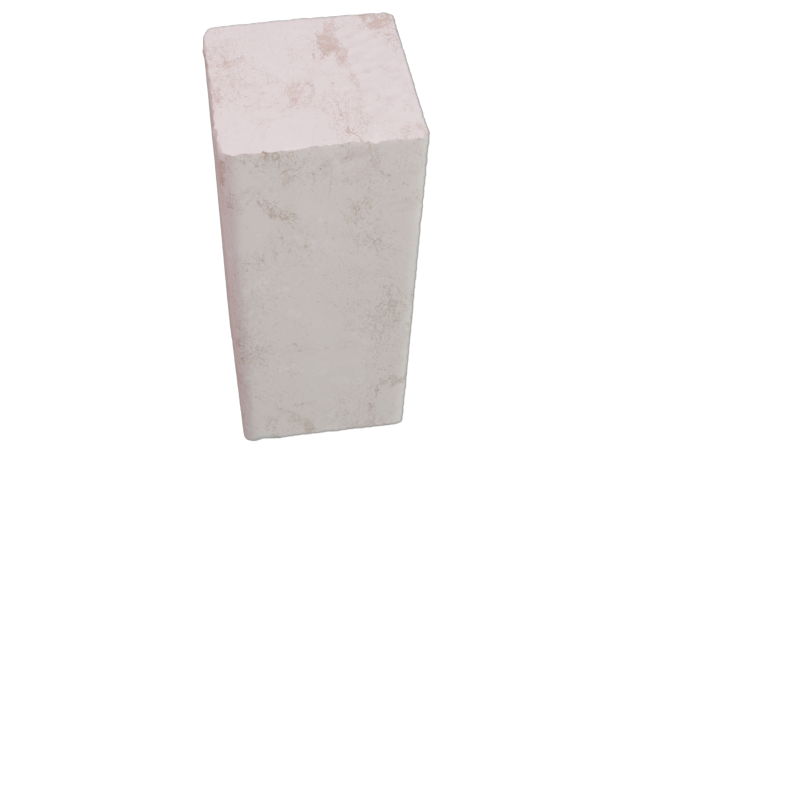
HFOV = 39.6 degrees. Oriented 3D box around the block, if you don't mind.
[{"bbox_3d":[-0.044,-0.079,0.552,0.089,0.098,0.192,-6,-38,-8],"label":"block"}]
